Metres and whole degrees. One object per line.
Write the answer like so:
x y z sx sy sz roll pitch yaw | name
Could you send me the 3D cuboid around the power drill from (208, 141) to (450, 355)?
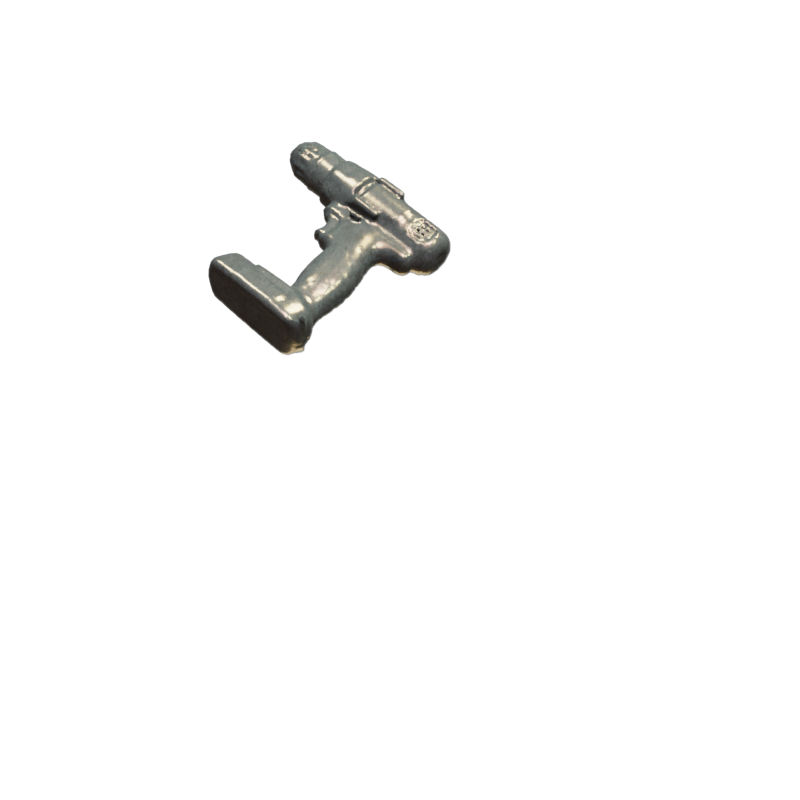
-0.077 -0.140 0.984 0.195 0.053 0.190 38 61 24 | power drill
